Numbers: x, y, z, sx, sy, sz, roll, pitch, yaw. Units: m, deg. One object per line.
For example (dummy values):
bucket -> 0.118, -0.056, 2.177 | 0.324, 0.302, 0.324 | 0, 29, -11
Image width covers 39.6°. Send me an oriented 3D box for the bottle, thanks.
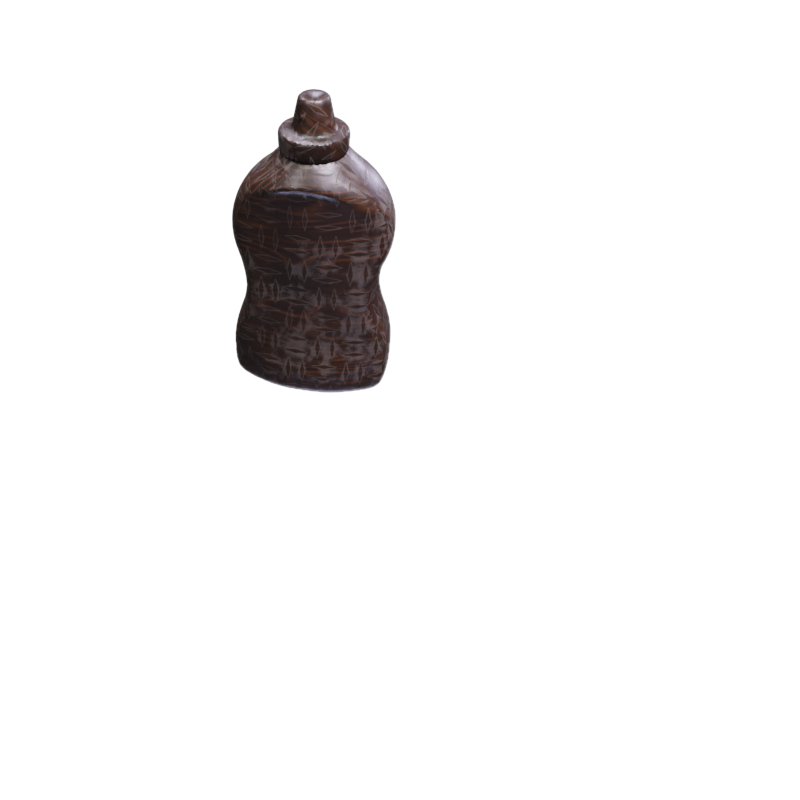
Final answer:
bottle -> -0.052, -0.095, 0.665 | 0.098, 0.179, 0.061 | 9, 36, 9
